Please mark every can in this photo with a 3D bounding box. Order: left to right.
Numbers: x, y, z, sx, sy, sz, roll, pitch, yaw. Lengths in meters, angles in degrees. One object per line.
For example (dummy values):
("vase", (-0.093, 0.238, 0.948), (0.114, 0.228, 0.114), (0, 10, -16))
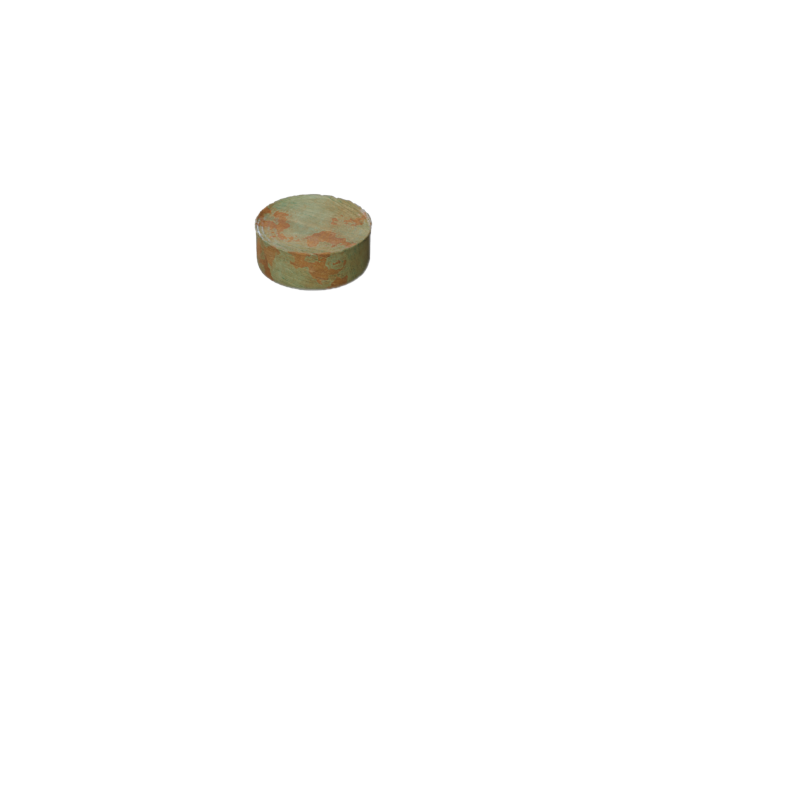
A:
("can", (-0.064, -0.116, 0.816), (0.086, 0.031, 0.092), (-1, 37, -2))
